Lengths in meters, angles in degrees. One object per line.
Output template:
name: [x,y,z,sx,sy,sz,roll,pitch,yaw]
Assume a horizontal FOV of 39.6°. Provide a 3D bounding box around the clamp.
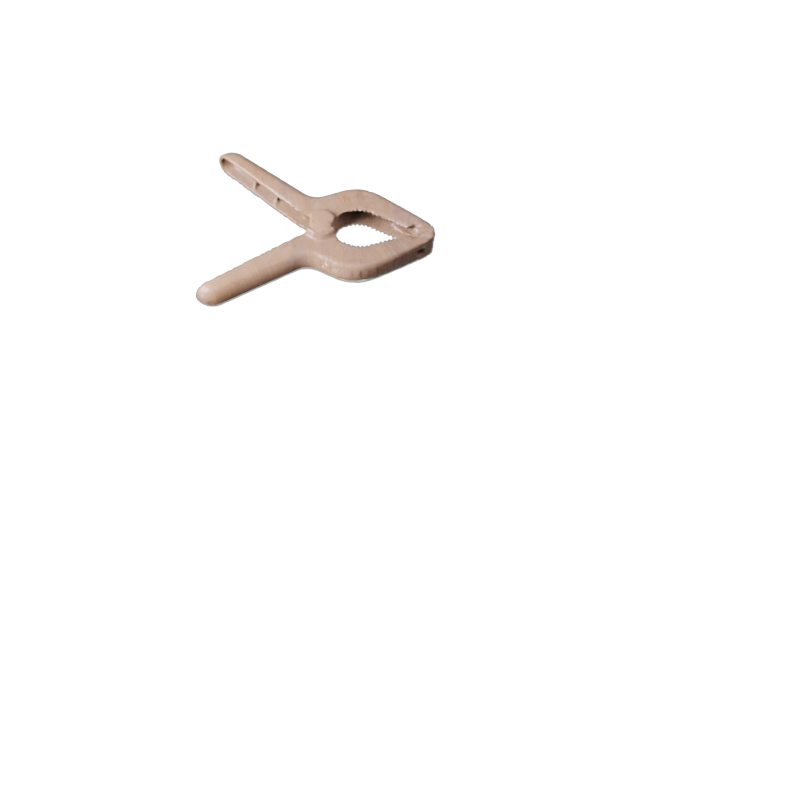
clamp: [-0.077,-0.141,0.985,0.212,0.174,0.034,9,-32,6]
